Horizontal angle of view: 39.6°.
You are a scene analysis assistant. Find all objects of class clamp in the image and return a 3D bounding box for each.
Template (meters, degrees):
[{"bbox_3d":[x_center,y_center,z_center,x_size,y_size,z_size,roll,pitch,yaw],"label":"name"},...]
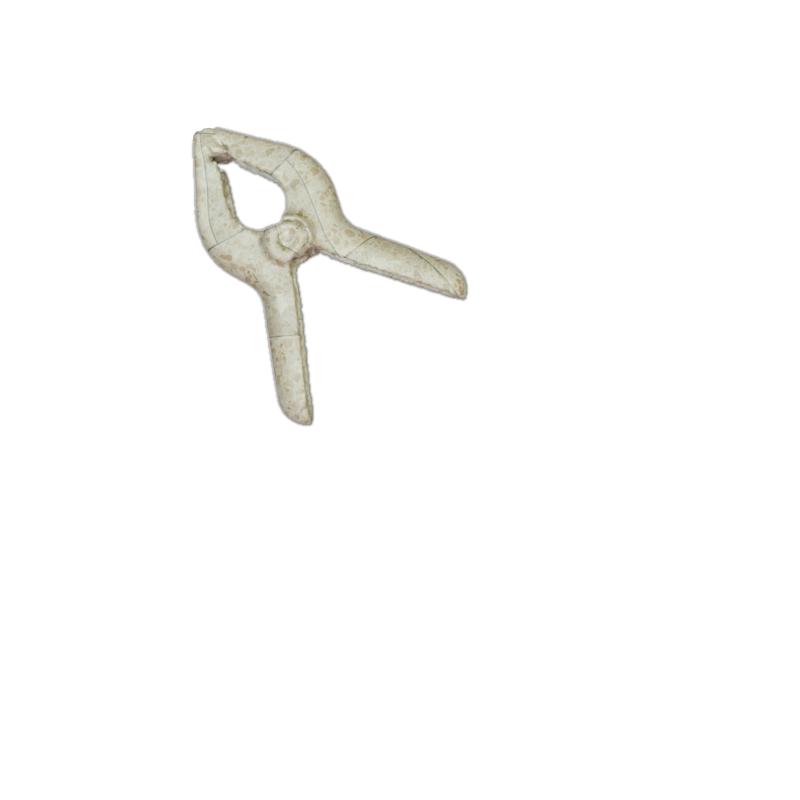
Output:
[{"bbox_3d":[-0.048,-0.087,0.610,0.120,0.176,0.038,-30,-10,-6],"label":"clamp"}]
